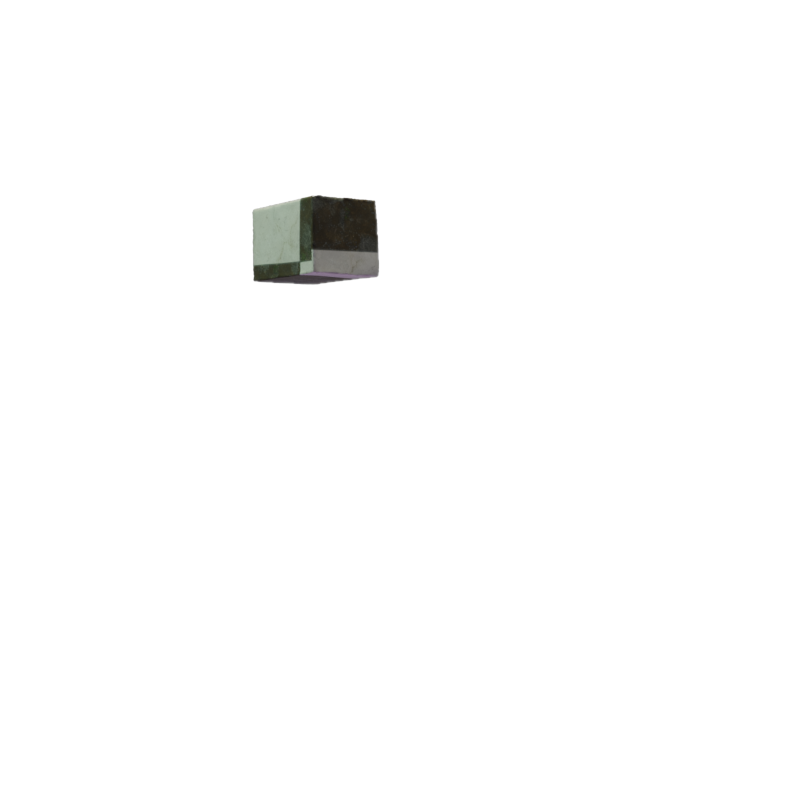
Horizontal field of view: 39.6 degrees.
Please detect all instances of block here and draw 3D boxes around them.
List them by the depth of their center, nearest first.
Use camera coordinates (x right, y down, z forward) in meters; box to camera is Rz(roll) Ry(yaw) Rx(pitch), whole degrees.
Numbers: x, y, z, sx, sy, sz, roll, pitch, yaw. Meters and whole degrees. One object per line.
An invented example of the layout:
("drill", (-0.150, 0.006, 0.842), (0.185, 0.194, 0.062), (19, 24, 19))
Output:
("block", (-0.058, -0.106, 0.742), (0.051, 0.052, 0.080), (2, -2, -37))
